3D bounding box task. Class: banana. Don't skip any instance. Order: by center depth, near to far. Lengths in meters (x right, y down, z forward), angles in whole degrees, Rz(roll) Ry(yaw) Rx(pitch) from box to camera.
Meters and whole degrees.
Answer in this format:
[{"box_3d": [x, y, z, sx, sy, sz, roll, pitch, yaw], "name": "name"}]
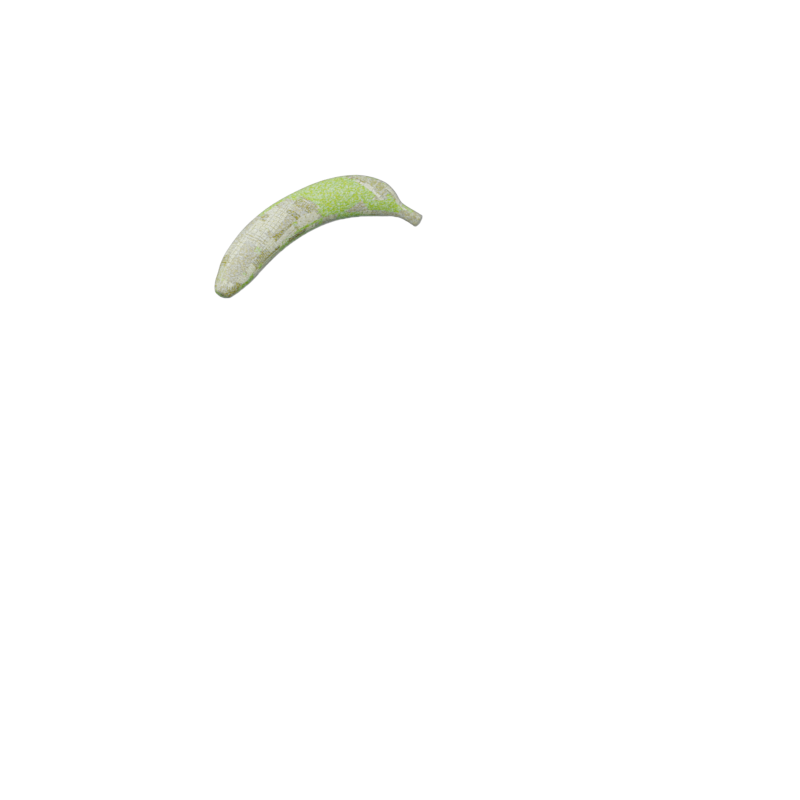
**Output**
[{"box_3d": [-0.080, -0.152, 0.963, 0.197, 0.075, 0.034, -24, -30, -15], "name": "banana"}]
